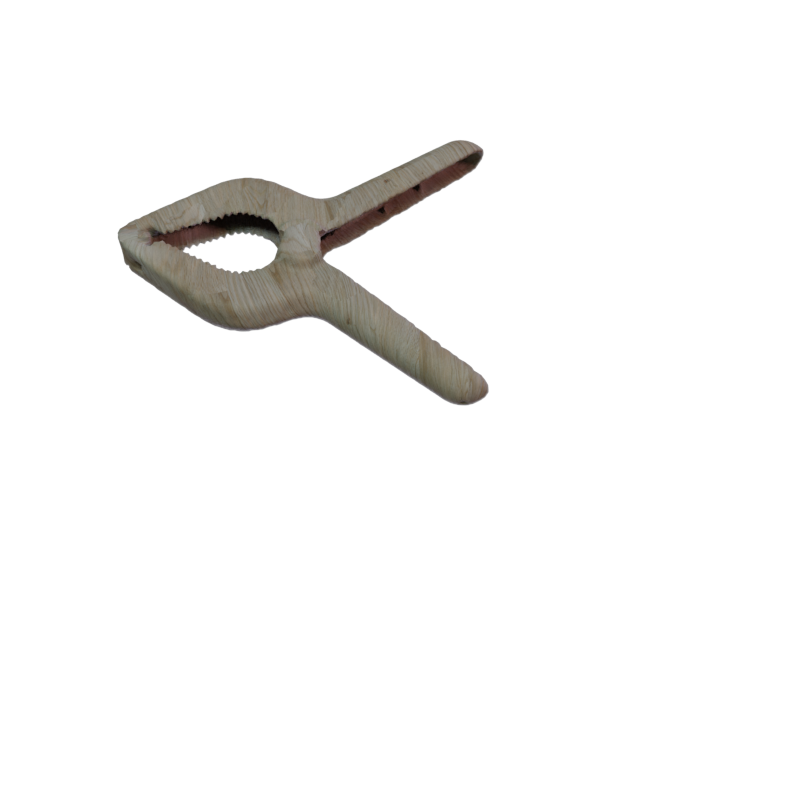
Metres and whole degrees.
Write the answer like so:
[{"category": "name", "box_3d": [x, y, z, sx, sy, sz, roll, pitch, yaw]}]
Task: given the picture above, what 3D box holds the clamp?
[{"category": "clamp", "box_3d": [-0.048, -0.088, 0.618, 0.212, 0.174, 0.034, 8, -31, 5]}]
